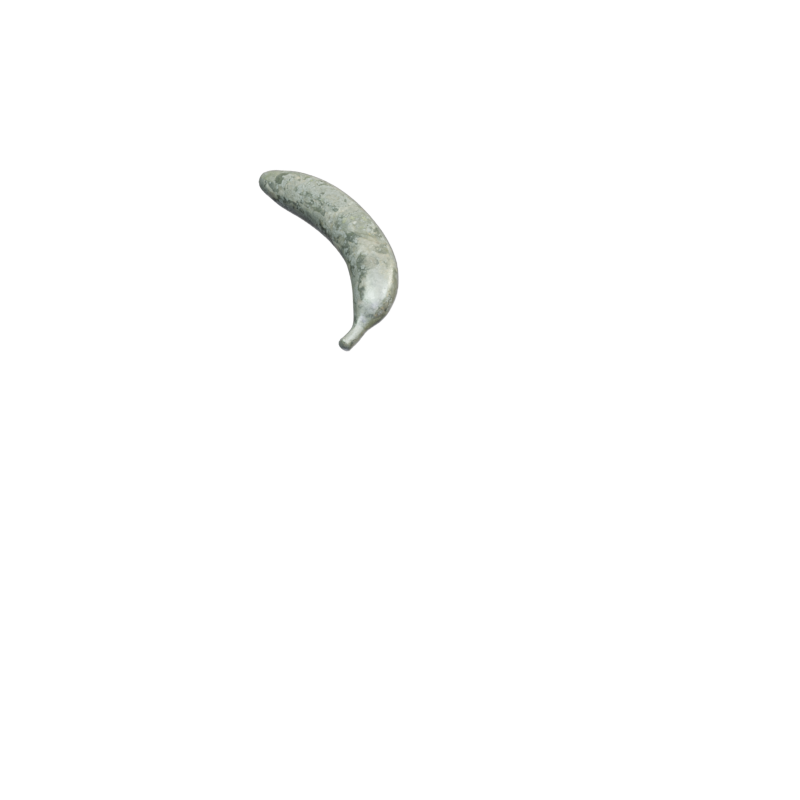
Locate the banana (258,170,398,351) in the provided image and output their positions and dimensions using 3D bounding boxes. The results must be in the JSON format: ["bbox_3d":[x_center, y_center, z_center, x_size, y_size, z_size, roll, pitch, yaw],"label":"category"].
[{"bbox_3d":[-0.049,-0.125,0.864,0.069,0.214,0.034,-16,-41,-15],"label":"banana"}]
